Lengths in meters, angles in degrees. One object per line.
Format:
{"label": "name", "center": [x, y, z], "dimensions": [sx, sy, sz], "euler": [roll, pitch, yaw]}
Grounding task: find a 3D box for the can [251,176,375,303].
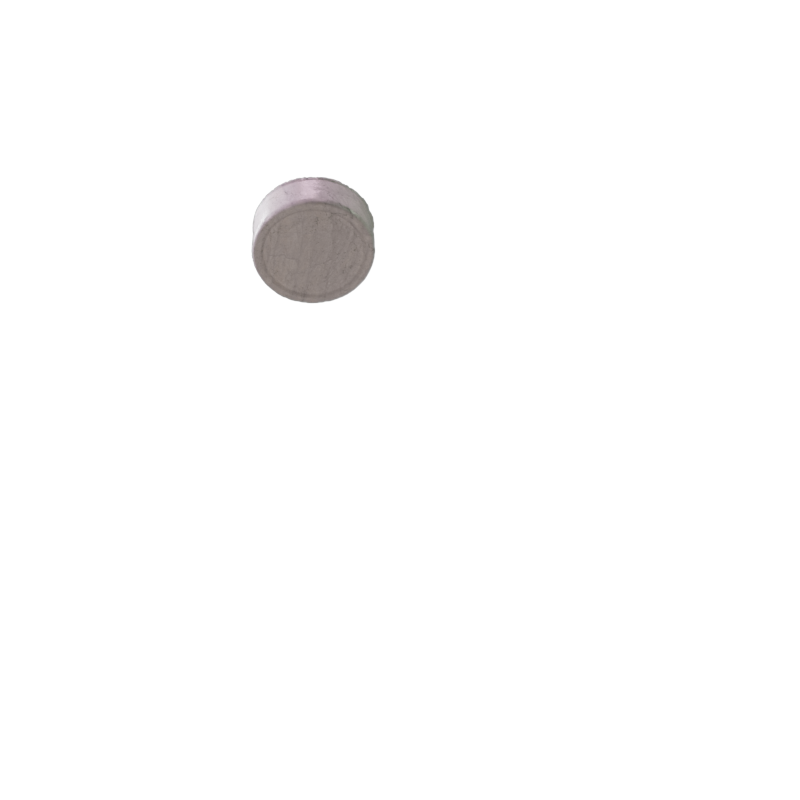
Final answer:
{"label": "can", "center": [-0.060, -0.110, 0.767], "dimensions": [0.086, 0.080, 0.036], "euler": [1, 36, -1]}
